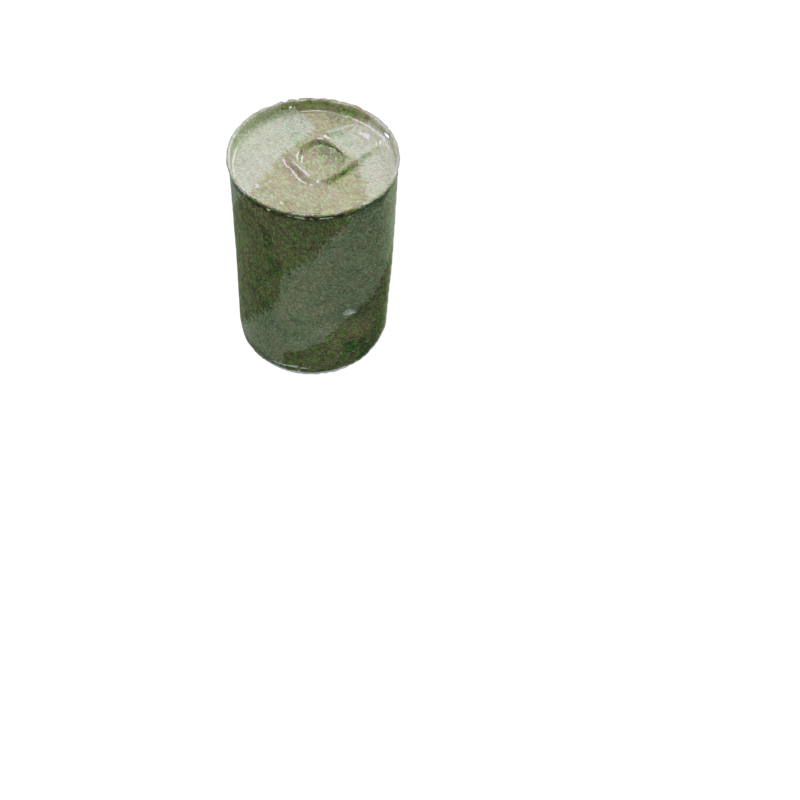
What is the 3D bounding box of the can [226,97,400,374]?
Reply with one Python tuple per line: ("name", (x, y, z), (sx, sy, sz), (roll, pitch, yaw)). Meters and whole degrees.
("can", (-0.037, -0.067, 0.469), (0.068, 0.073, 0.095), (0, -39, -3))
